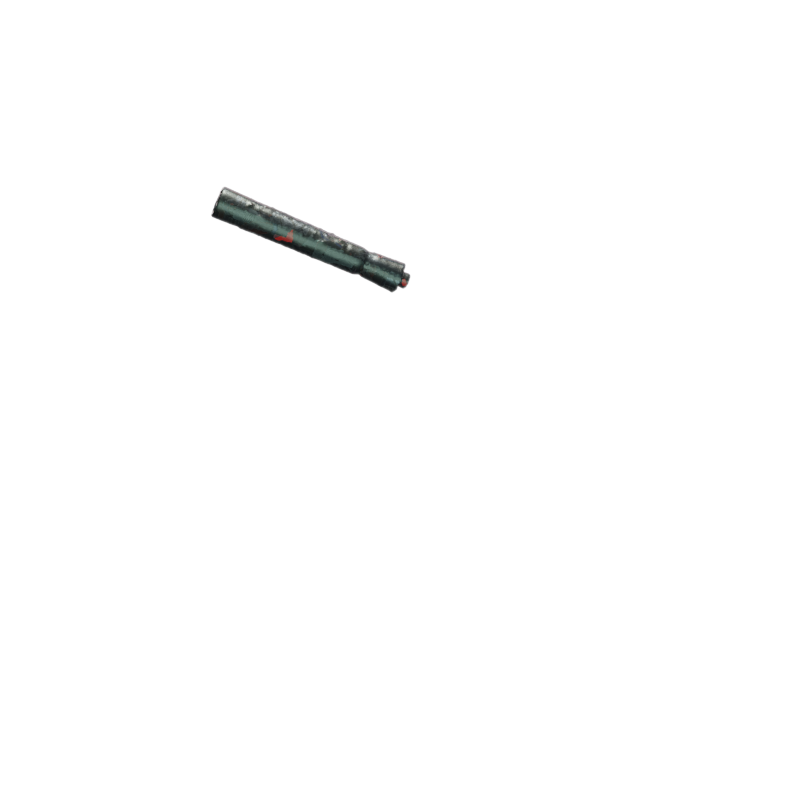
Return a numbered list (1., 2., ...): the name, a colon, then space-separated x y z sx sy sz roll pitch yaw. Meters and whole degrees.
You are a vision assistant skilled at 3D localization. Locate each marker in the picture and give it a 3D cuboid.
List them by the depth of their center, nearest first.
1. marker: -0.050 -0.092 0.642 0.119 0.020 0.020 22 0 -8
